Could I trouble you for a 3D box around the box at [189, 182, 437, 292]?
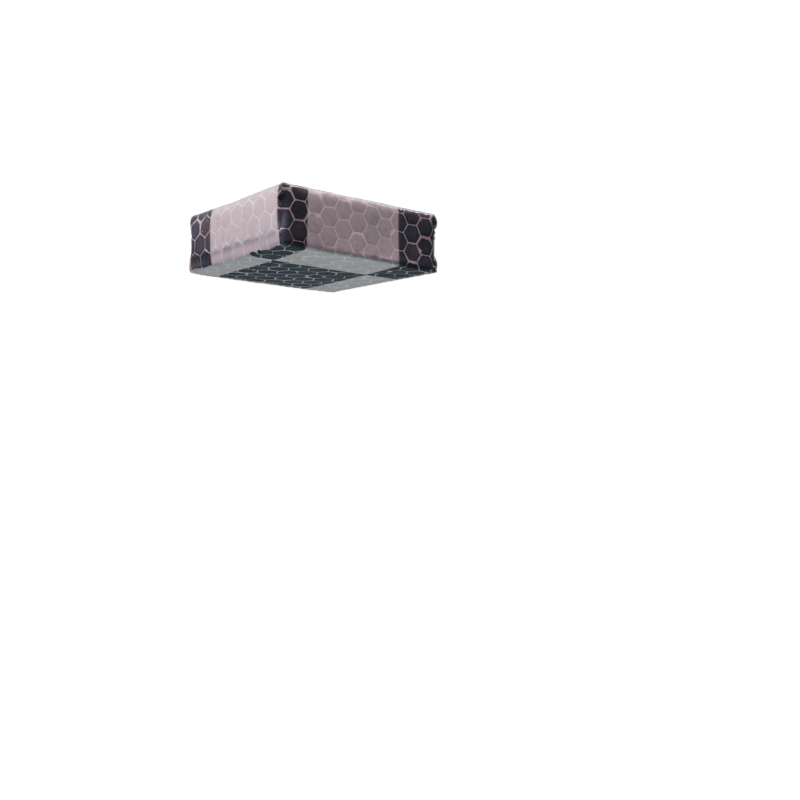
[{"bbox_3d":[-0.039,-0.072,0.501,0.085,0.031,0.075,4,-7,-39],"label":"box"}]
